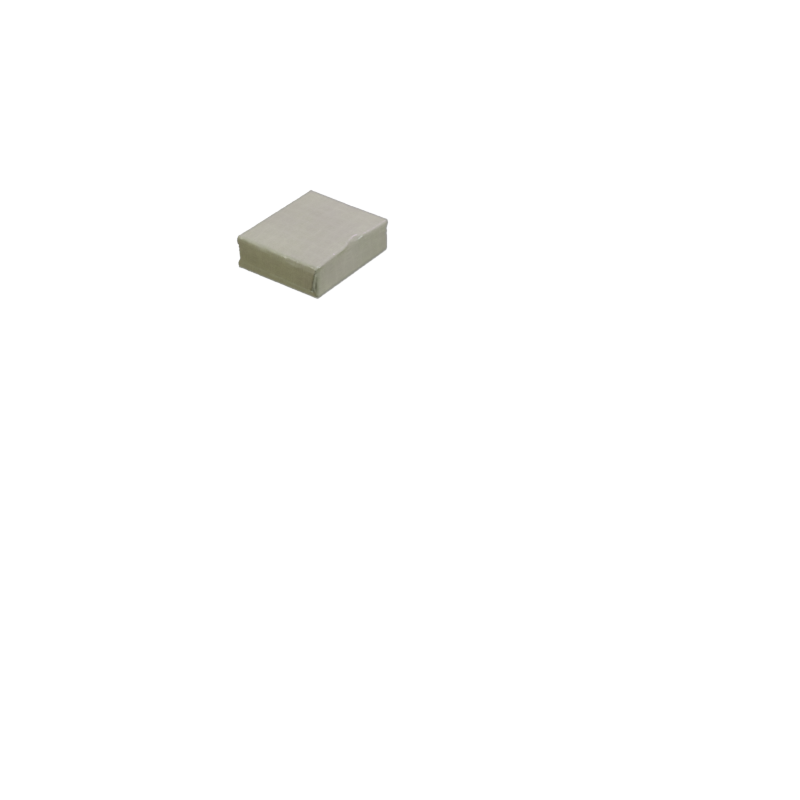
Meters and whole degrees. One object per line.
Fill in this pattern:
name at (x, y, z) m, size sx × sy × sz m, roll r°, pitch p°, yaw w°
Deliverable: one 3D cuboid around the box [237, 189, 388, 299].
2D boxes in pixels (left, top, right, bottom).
box at (-0.063, -0.115, 0.807) m, size 0.077 × 0.028 × 0.090 m, roll 23°, pitch 42°, yaw 28°
